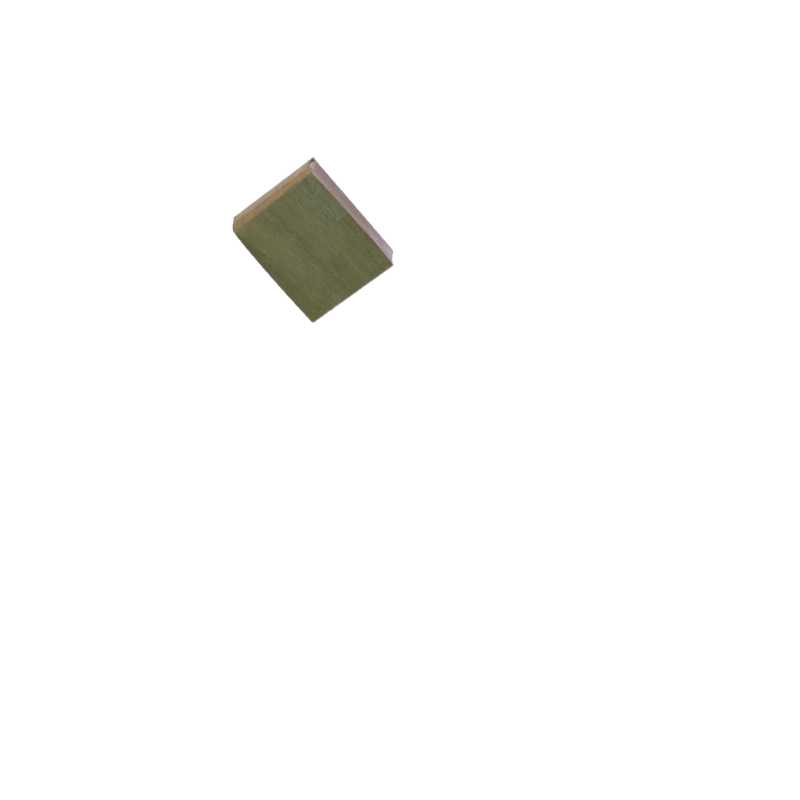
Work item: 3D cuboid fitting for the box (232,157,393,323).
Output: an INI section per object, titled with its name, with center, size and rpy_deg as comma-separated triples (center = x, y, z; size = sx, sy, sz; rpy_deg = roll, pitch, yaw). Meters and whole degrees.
[box]
center = -0.074, -0.134, 0.938
size = 0.089, 0.108, 0.041
rpy_deg = -36, 21, 15
